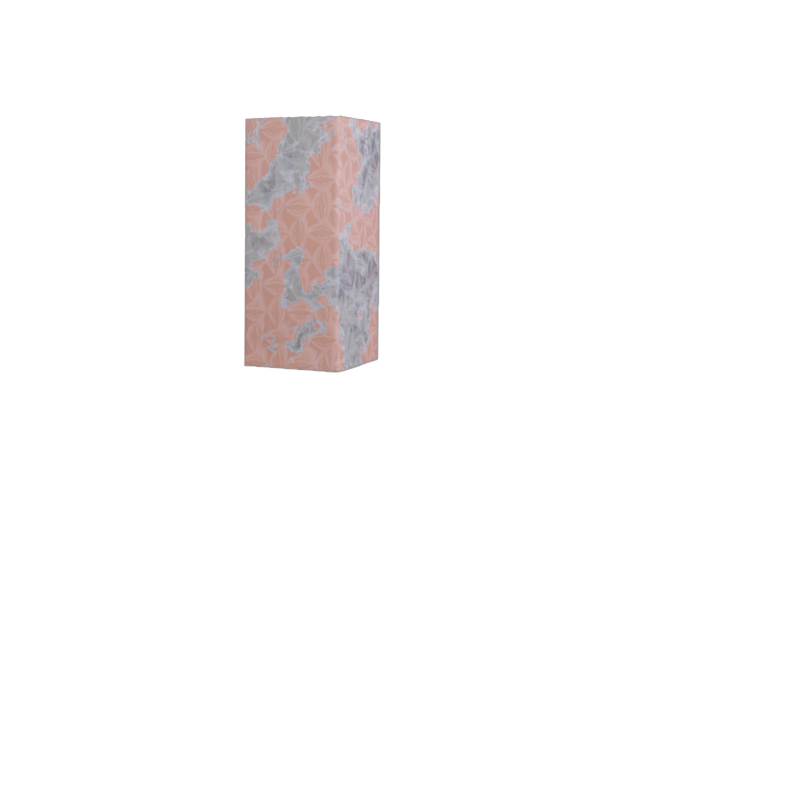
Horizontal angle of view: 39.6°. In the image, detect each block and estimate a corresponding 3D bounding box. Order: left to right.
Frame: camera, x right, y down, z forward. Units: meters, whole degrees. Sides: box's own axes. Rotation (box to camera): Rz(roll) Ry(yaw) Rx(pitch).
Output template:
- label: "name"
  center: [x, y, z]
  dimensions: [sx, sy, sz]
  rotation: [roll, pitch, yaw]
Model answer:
- label: "block"
  center: [-0.073, -0.134, 0.940]
  dimensions: [0.093, 0.205, 0.088]
  rotation: [2, 3, 24]
